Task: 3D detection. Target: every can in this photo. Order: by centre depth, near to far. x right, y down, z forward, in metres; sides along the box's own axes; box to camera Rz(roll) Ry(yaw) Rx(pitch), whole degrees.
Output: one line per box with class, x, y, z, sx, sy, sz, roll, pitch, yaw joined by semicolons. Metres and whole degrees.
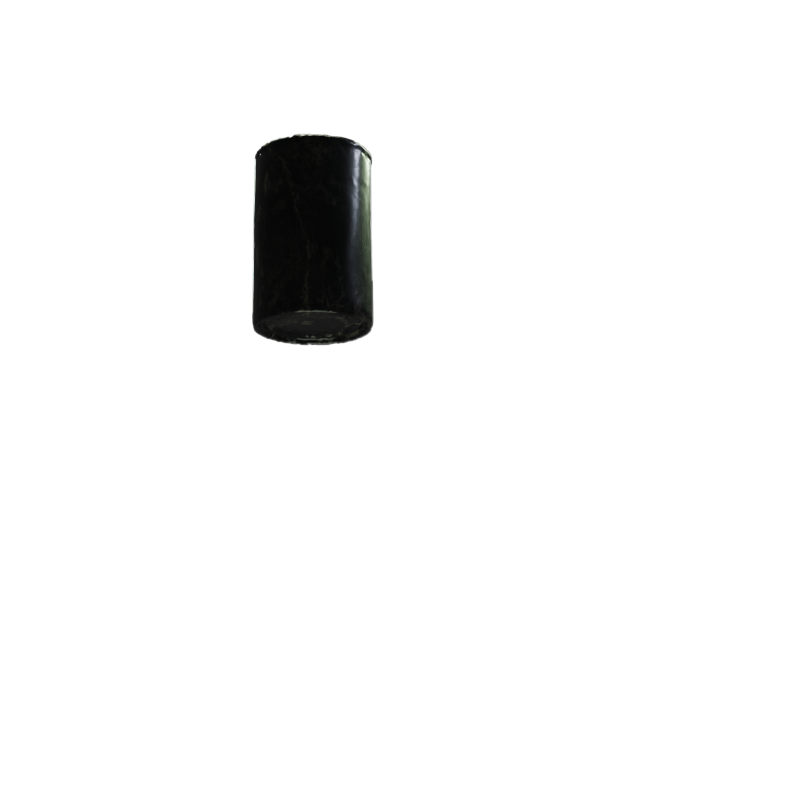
can;-0.048;-0.088;0.619;0.068;0.107;0.066;0;-18;-2
